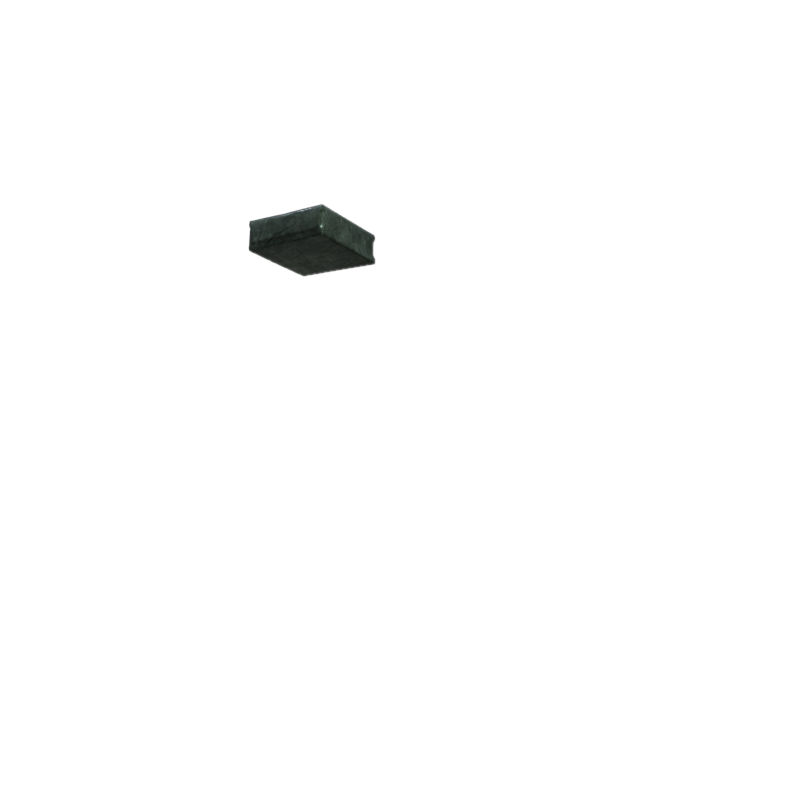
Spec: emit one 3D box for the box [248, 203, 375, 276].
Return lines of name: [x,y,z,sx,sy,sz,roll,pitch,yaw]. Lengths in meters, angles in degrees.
box: [-0.073,-0.133,0.933,0.075,0.031,0.084,-8,-15,30]
